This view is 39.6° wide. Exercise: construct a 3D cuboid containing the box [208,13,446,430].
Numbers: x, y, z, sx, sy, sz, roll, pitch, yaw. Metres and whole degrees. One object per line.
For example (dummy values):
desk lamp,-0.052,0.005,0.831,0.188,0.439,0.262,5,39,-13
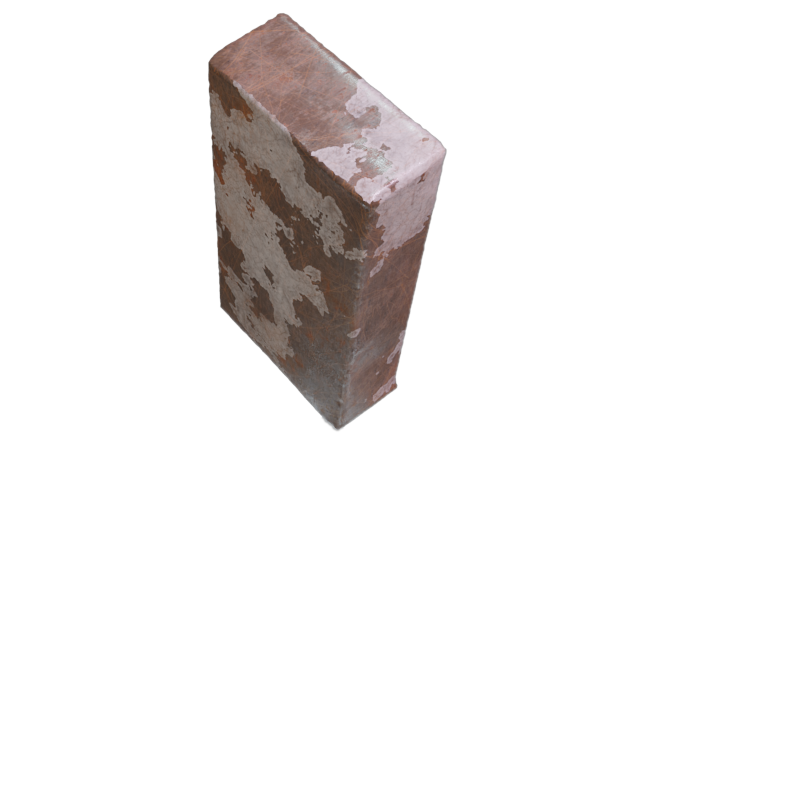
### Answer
box,-0.037,-0.067,0.469,0.048,0.099,0.166,-37,-21,-21
